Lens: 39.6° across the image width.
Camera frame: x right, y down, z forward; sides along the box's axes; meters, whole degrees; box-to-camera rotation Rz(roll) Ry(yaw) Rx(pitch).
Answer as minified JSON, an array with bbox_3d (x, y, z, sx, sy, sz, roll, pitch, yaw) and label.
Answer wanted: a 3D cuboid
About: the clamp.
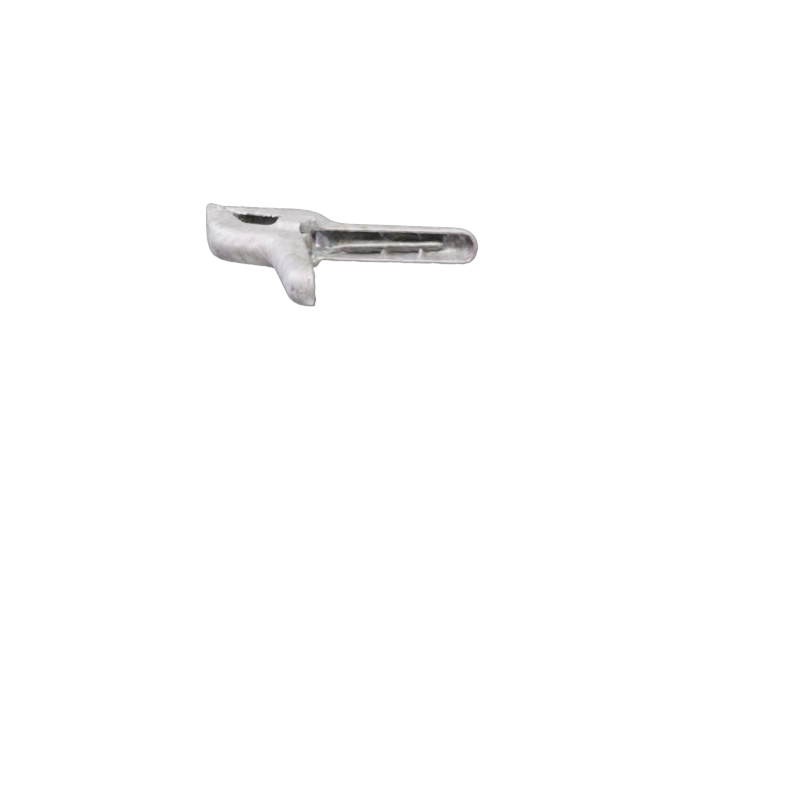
[{"bbox_3d":[-0.062,-0.113,0.791,0.161,0.035,0.223,-15,25,-35],"label":"clamp"}]
